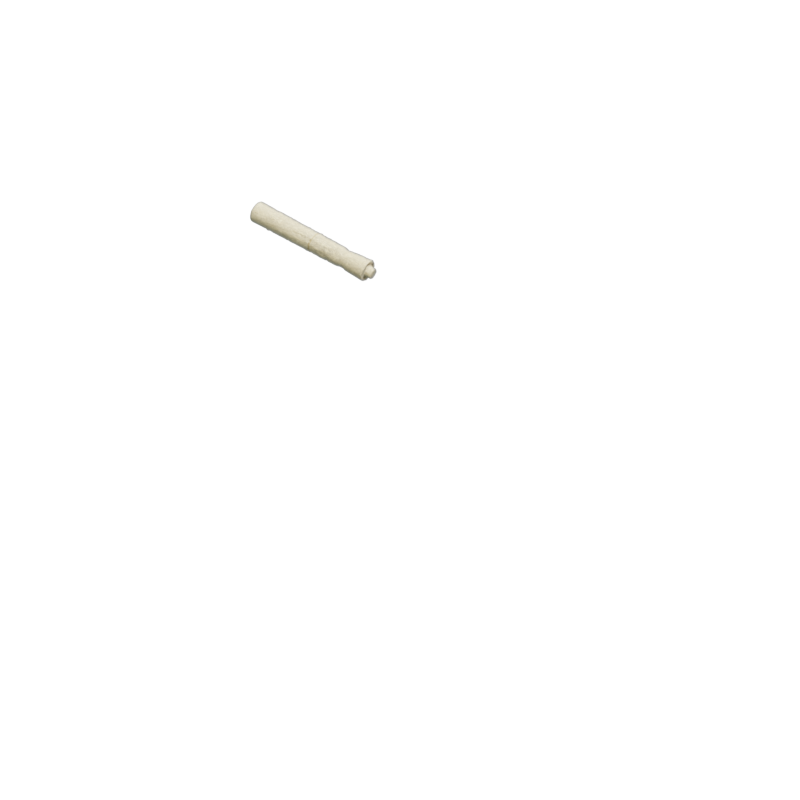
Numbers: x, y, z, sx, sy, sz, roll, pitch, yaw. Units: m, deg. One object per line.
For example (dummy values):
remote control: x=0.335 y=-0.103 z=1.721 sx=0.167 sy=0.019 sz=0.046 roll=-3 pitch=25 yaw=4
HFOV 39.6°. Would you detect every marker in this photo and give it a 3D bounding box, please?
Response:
marker: x=-0.071 y=-0.130 z=0.910 sx=0.127 sy=0.019 sz=0.019 roll=31 pitch=16 yaw=24
